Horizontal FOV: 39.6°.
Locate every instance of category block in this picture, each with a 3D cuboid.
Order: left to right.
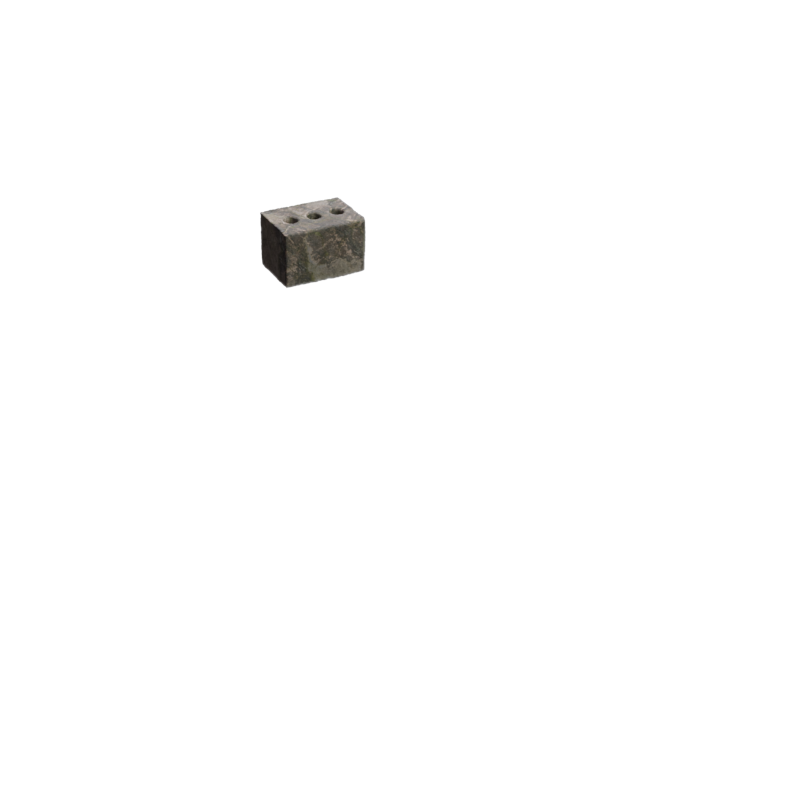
[{"bbox_3d":[-0.075,-0.136,0.955,0.077,0.048,0.057,-15,33,-25],"label":"block"}]
